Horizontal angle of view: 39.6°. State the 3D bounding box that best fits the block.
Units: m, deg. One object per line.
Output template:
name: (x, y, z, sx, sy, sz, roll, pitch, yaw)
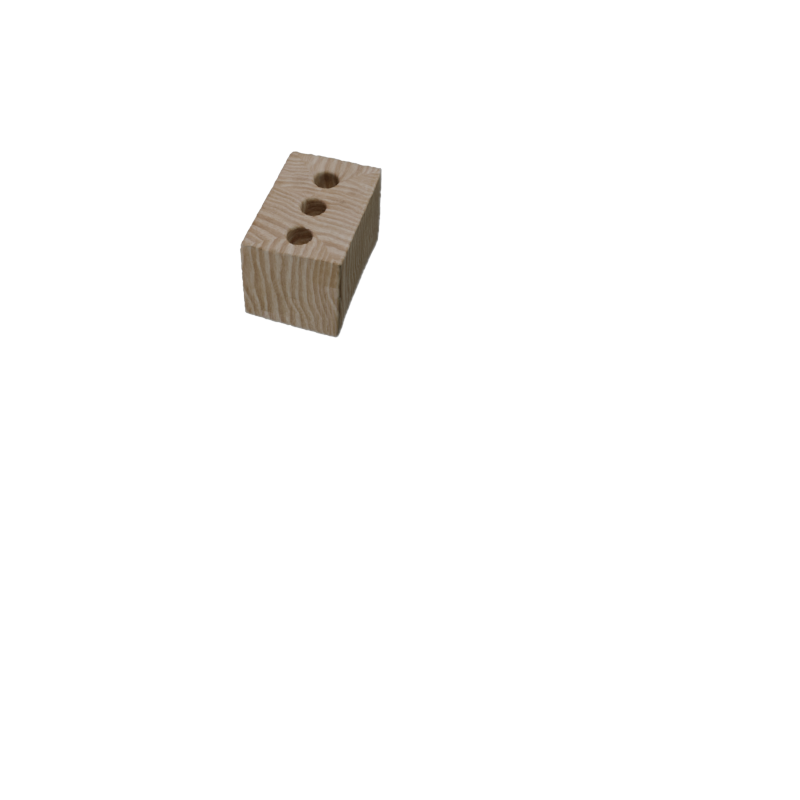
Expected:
block: (-0.045, -0.082, 0.575, 0.054, 0.082, 0.048, 12, -41, 9)
